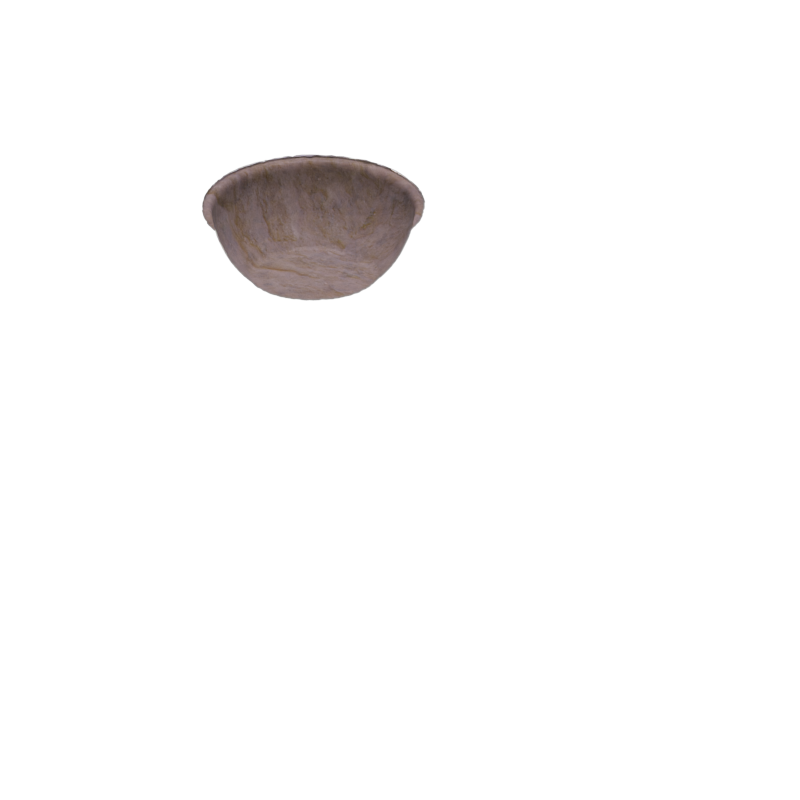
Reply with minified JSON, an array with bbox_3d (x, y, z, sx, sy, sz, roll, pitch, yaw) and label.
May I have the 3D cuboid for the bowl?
[{"bbox_3d":[-0.062,-0.113,0.794,0.162,0.058,0.154,0,-19,-2],"label":"bowl"}]
